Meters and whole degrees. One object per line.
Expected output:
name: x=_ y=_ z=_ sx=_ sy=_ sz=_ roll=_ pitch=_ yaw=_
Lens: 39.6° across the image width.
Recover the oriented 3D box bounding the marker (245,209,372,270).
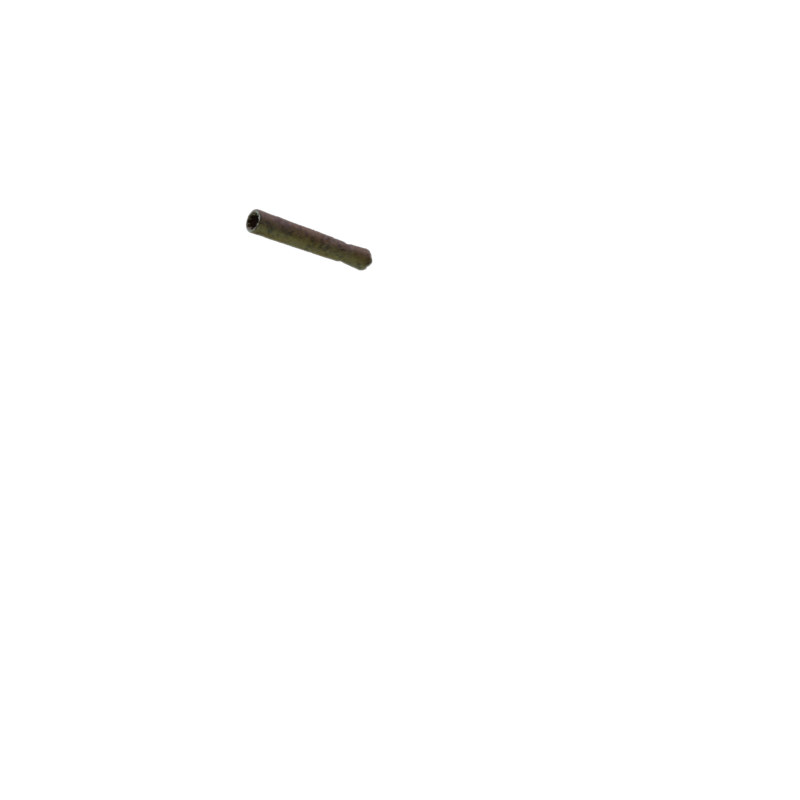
marker: x=-0.068 y=-0.124 z=0.872 sx=0.114 sy=0.020 sz=0.021 roll=14 pitch=-6 yaw=-39
